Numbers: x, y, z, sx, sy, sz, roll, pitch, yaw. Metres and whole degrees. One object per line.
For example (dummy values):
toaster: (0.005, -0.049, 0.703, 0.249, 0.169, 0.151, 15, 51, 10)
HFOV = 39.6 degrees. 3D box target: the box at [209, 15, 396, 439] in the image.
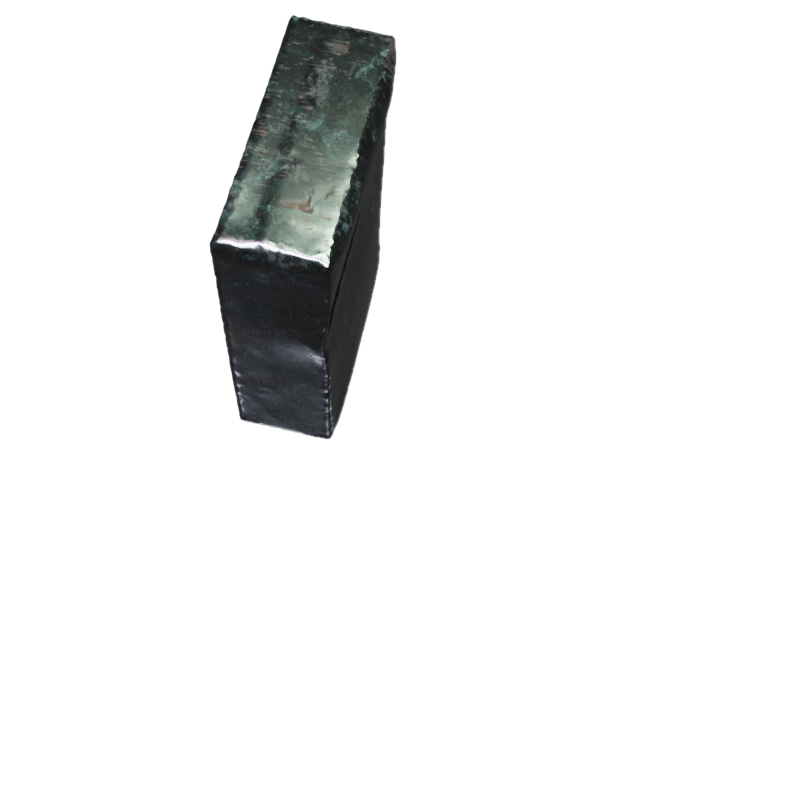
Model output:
box: (-0.053, -0.096, 0.673, 0.072, 0.173, 0.201, 12, -28, 2)
